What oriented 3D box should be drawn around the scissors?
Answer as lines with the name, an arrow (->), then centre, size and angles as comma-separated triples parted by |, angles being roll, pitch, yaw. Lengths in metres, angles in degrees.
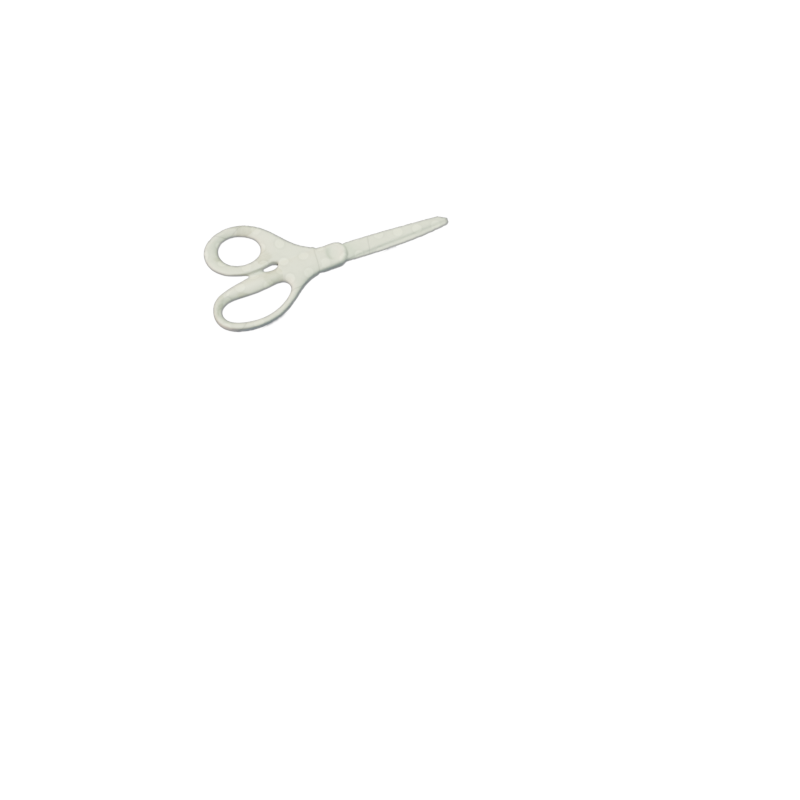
scissors -> -0.070, -0.127, 0.890 | 0.202, 0.101, 0.015 | -34, -19, -14
